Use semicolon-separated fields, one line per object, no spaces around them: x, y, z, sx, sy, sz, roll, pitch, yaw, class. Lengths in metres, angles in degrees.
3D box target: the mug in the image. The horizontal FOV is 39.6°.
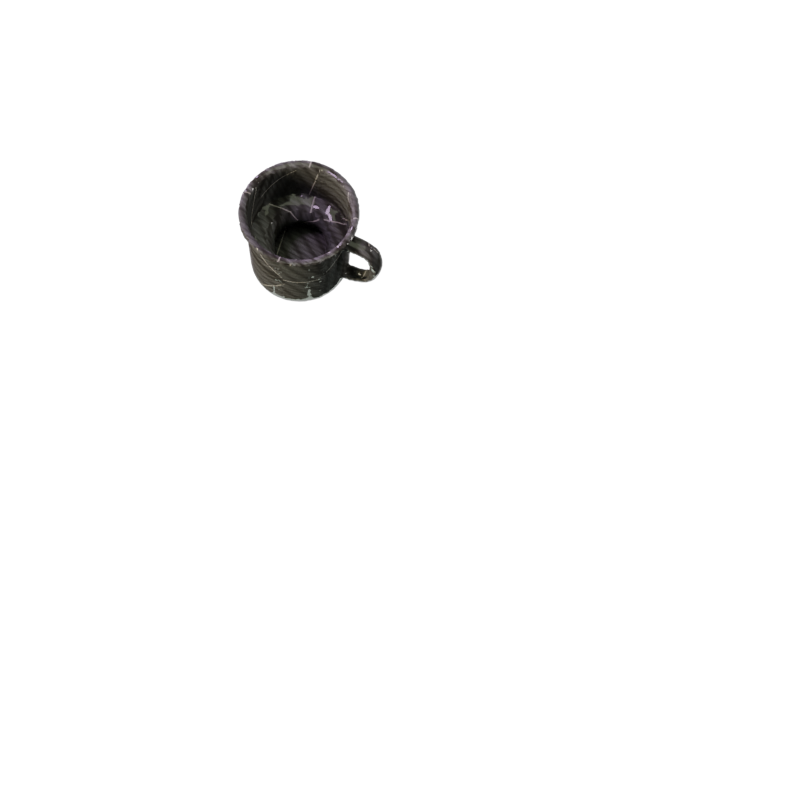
-0.069;-0.125;0.879;0.120;0.097;0.077;21;-24;8;mug
